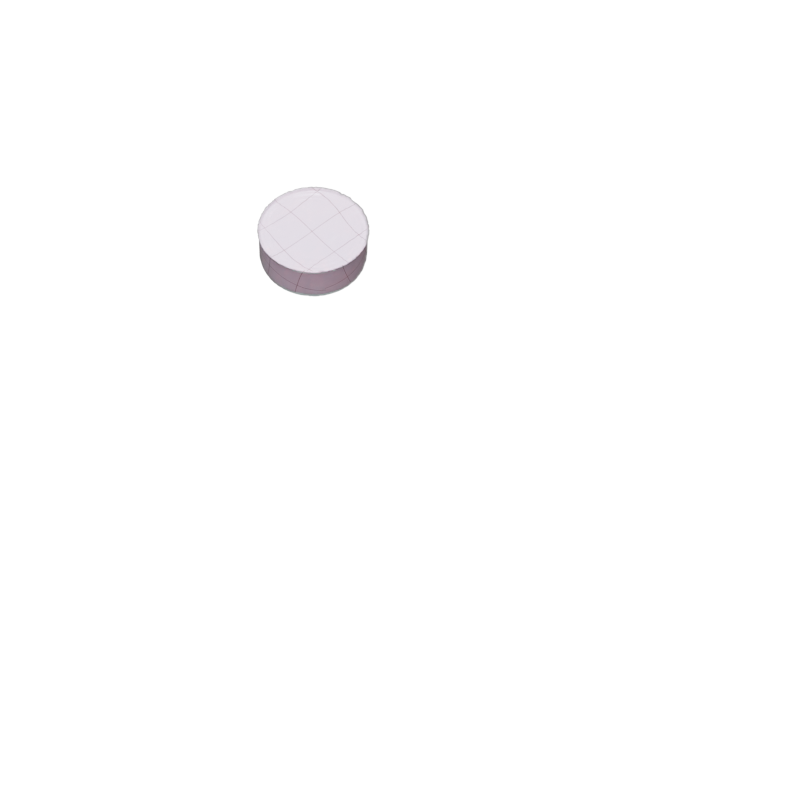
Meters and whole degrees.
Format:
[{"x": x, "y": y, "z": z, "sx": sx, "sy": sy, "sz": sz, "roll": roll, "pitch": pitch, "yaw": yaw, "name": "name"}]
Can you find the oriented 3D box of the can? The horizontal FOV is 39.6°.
[{"x": -0.067, "y": -0.123, "z": 0.861, "sx": 0.086, "sy": 0.092, "sz": 0.031, "roll": -1, "pitch": -37, "yaw": -1, "name": "can"}]
